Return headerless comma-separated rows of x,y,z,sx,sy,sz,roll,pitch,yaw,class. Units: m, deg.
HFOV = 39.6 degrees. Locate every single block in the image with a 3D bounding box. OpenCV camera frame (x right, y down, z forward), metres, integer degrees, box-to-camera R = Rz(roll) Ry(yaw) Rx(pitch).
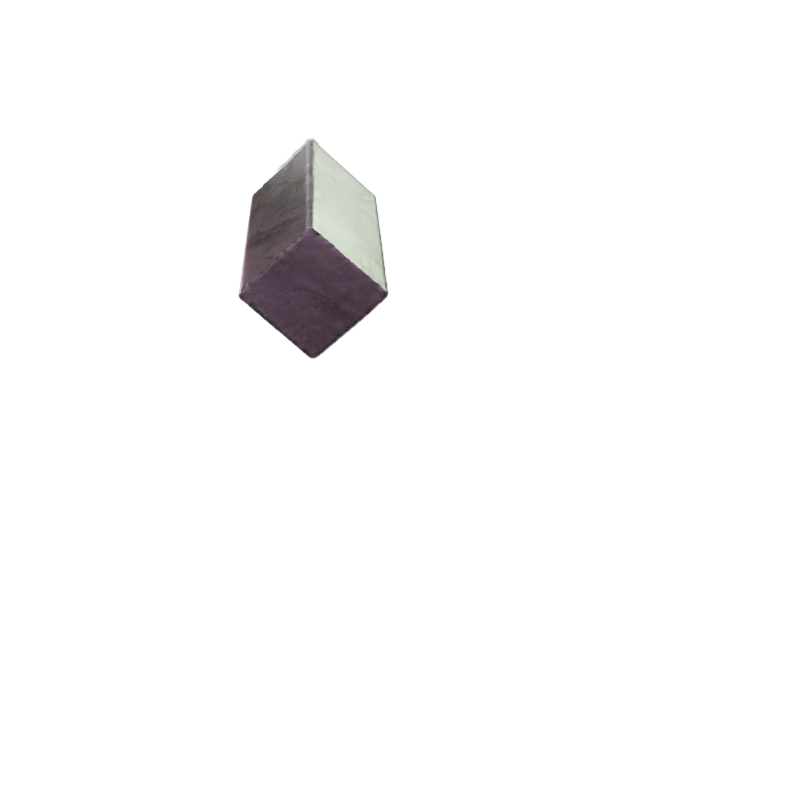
-0.078,-0.141,0.989,0.086,0.089,0.219,40,21,-24,block
